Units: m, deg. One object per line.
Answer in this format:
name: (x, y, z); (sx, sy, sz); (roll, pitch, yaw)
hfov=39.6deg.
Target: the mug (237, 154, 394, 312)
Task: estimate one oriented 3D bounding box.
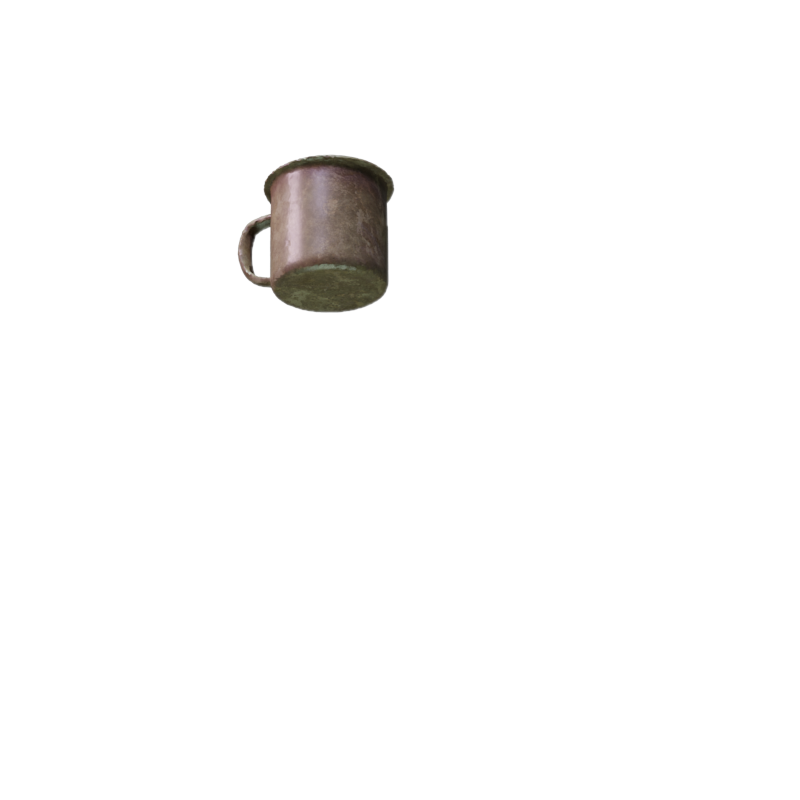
mug: (-0.061, -0.111, 0.776); (0.119, 0.086, 0.087); (-9, -24, 19)
